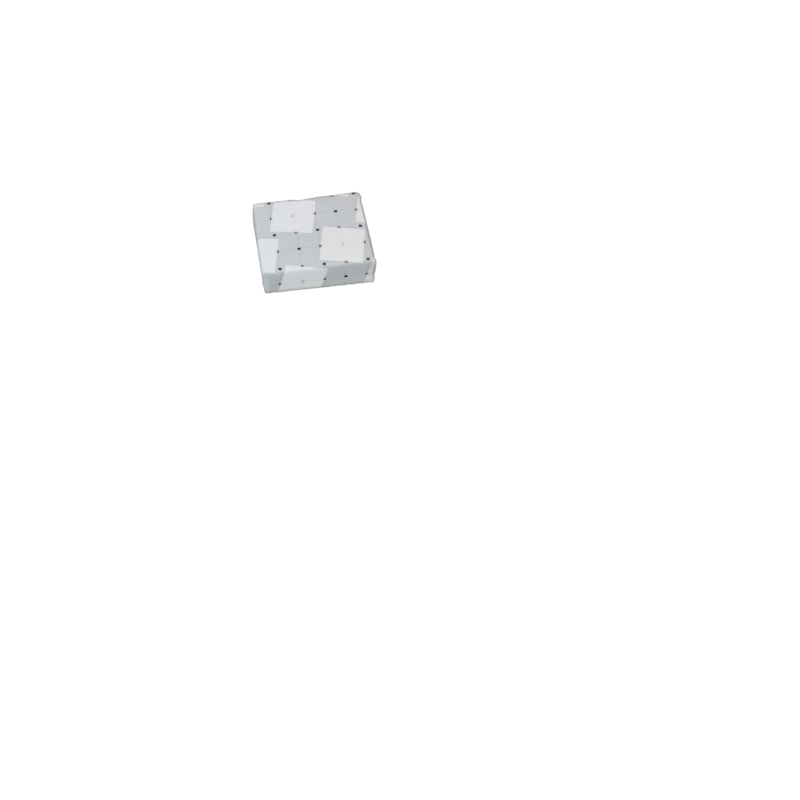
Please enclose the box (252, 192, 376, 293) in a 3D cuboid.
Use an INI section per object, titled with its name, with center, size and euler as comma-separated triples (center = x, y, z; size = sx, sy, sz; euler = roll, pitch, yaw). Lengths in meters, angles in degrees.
[box]
center = -0.068, -0.125, 0.874
size = 0.089, 0.079, 0.028
euler = -8, -36, -6
